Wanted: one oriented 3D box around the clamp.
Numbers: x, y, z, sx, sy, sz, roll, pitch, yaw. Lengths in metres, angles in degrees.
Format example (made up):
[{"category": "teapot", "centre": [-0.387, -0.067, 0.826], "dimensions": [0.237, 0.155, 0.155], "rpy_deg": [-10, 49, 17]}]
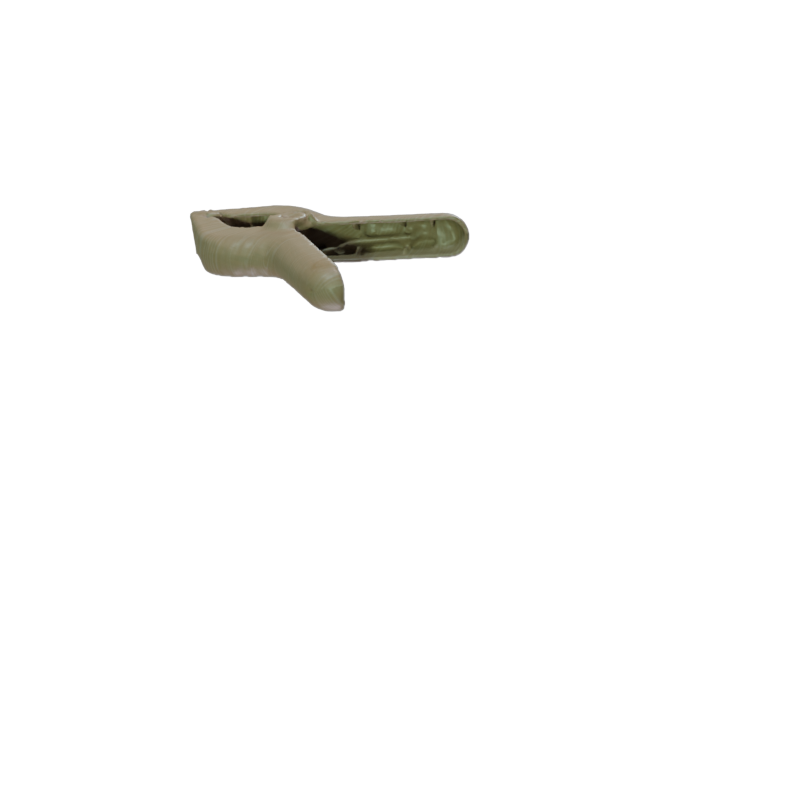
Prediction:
[{"category": "clamp", "centre": [-0.050, -0.091, 0.635], "dimensions": [0.118, 0.038, 0.182], "rpy_deg": [-17, 27, -38]}]
